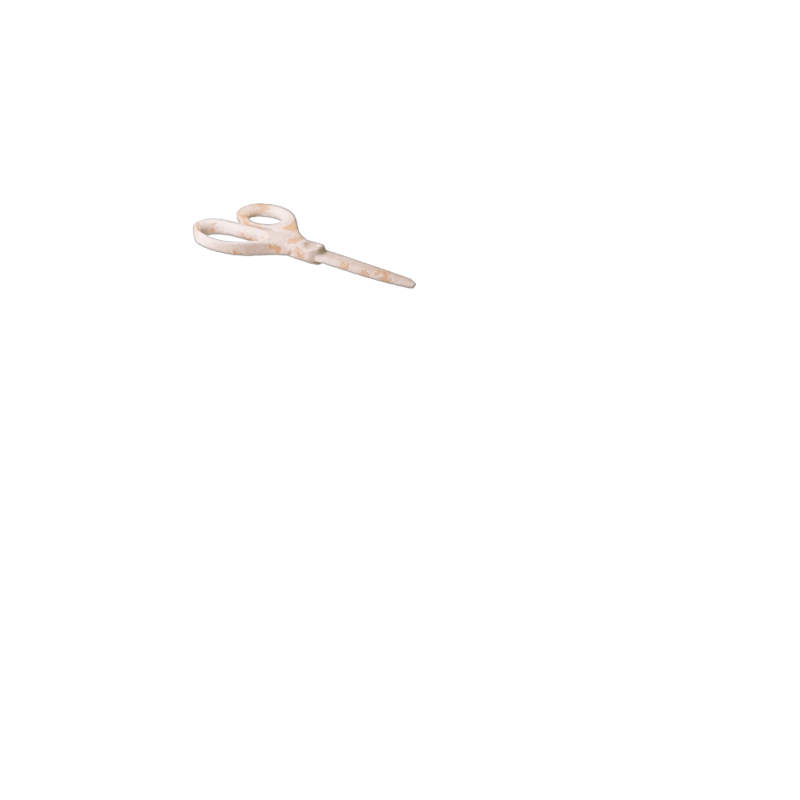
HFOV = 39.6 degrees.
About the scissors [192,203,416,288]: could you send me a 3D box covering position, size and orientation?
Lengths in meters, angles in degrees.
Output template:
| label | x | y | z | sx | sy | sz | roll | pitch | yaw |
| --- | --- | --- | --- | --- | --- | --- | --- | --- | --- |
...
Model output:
| label | x | y | z | sx | sy | sz | roll | pitch | yaw |
| --- | --- | --- | --- | --- | --- | --- | --- | --- | --- |
| scissors | -0.071 | -0.129 | 0.905 | 0.208 | 0.015 | 0.099 | 12 | 33 | 18 |
